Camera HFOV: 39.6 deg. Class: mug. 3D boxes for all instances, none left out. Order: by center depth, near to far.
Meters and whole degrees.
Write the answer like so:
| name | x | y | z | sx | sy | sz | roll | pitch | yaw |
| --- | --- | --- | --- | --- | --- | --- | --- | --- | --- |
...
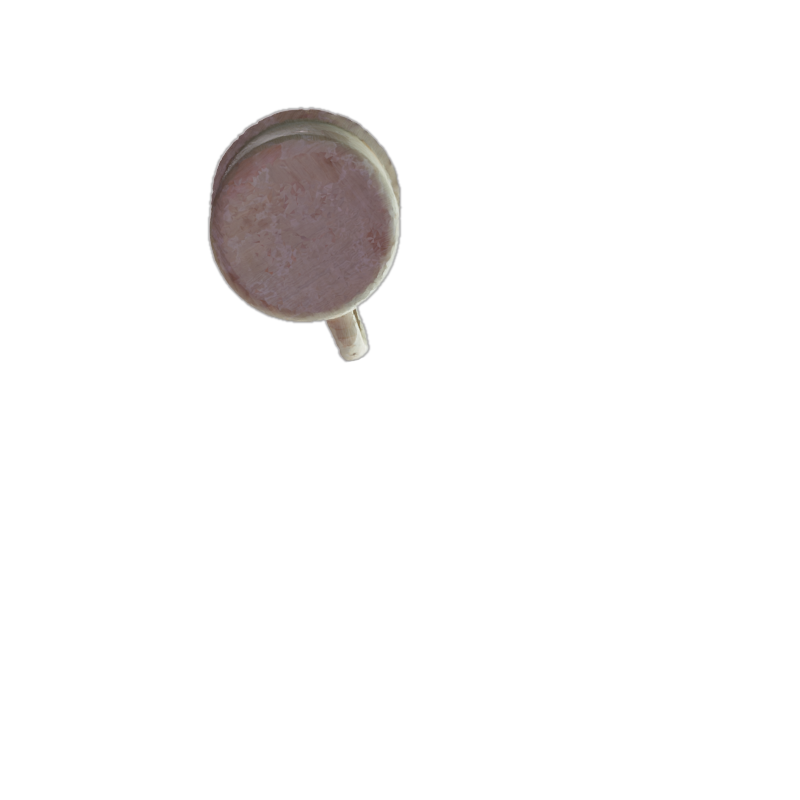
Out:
| name | x | y | z | sx | sy | sz | roll | pitch | yaw |
| --- | --- | --- | --- | --- | --- | --- | --- | --- | --- |
| mug | -0.039 | -0.072 | 0.504 | 0.093 | 0.114 | 0.084 | -17 | 13 | 2 |
